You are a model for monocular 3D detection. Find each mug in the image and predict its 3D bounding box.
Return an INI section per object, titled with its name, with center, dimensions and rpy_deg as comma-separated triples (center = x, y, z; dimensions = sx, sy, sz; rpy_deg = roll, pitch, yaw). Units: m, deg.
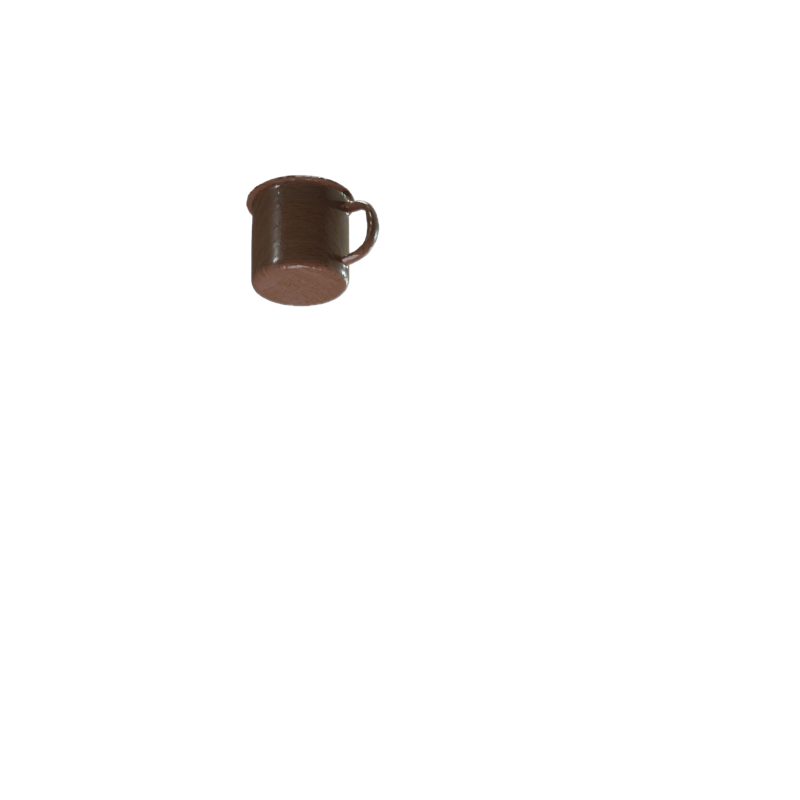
[mug]
center = -0.072, -0.132, 0.924
dimensions = 0.119, 0.086, 0.087
rpy_deg = -10, -25, 20
